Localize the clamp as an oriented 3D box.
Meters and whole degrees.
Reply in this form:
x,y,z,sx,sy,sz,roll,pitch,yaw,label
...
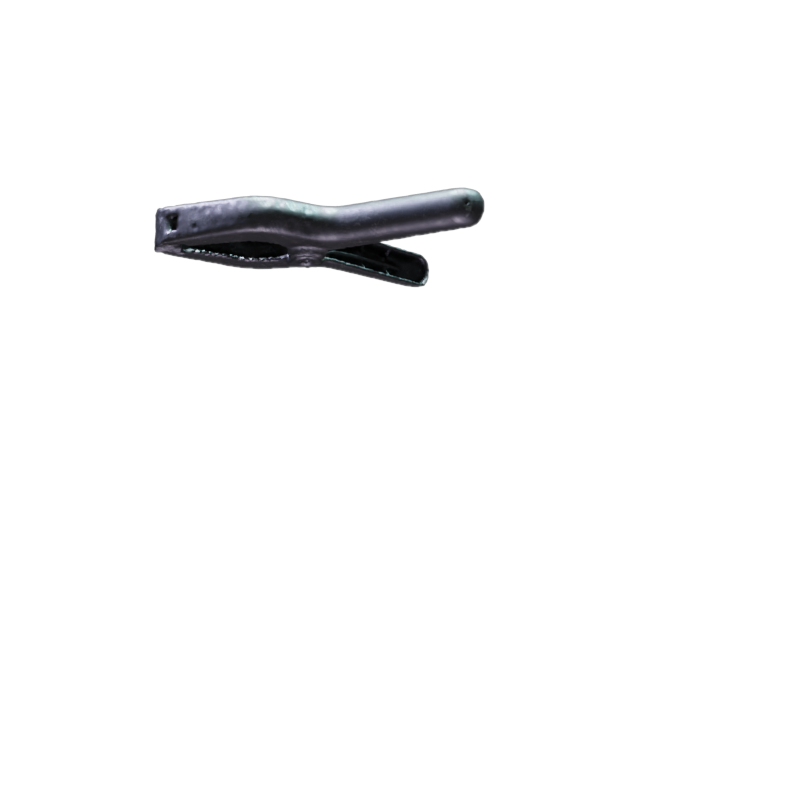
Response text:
x,y,z,sx,sy,sz,roll,pitch,yaw,label
-0.059,-0.108,0.754,0.210,0.038,0.159,0,-11,-2,clamp
